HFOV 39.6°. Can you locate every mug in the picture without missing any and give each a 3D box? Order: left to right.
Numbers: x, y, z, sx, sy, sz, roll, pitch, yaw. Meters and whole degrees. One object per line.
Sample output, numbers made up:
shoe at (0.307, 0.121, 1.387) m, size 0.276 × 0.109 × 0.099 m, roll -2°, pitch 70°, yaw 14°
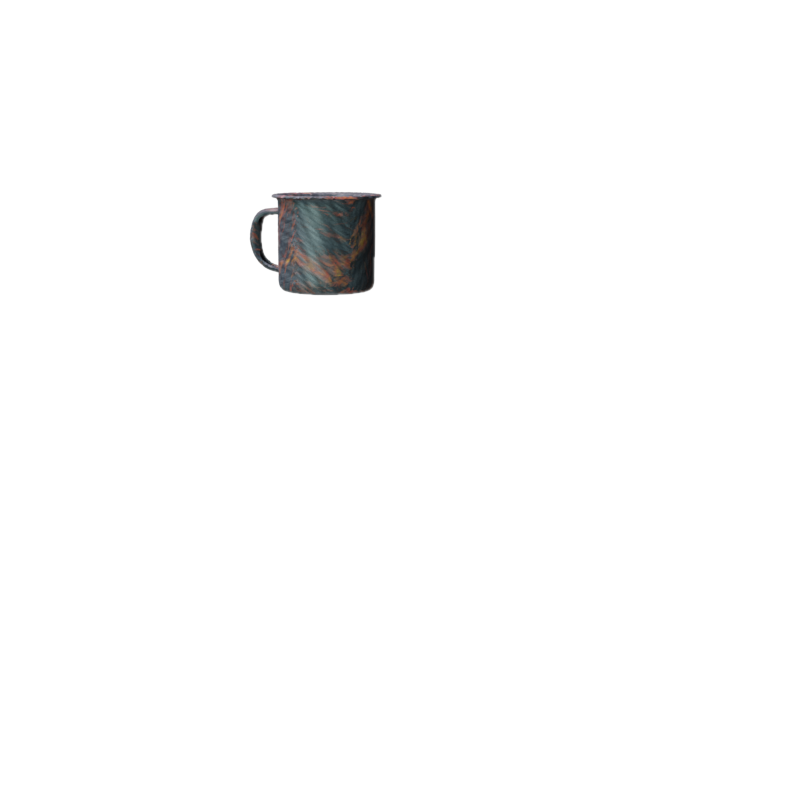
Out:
mug at (-0.074, -0.134, 0.940) m, size 0.120 × 0.080 × 0.092 m, roll 4°, pitch 10°, yaw 19°
